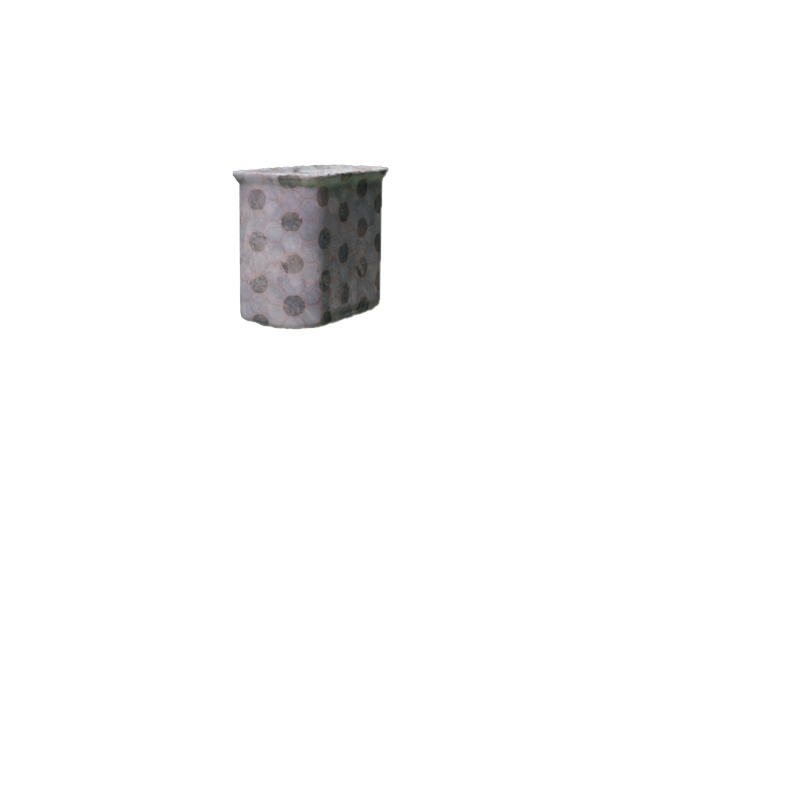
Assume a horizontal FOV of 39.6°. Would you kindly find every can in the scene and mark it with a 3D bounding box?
[{"bbox_3d":[-0.049,-0.090,0.632,0.060,0.082,0.100,6,13,28],"label":"can"}]
